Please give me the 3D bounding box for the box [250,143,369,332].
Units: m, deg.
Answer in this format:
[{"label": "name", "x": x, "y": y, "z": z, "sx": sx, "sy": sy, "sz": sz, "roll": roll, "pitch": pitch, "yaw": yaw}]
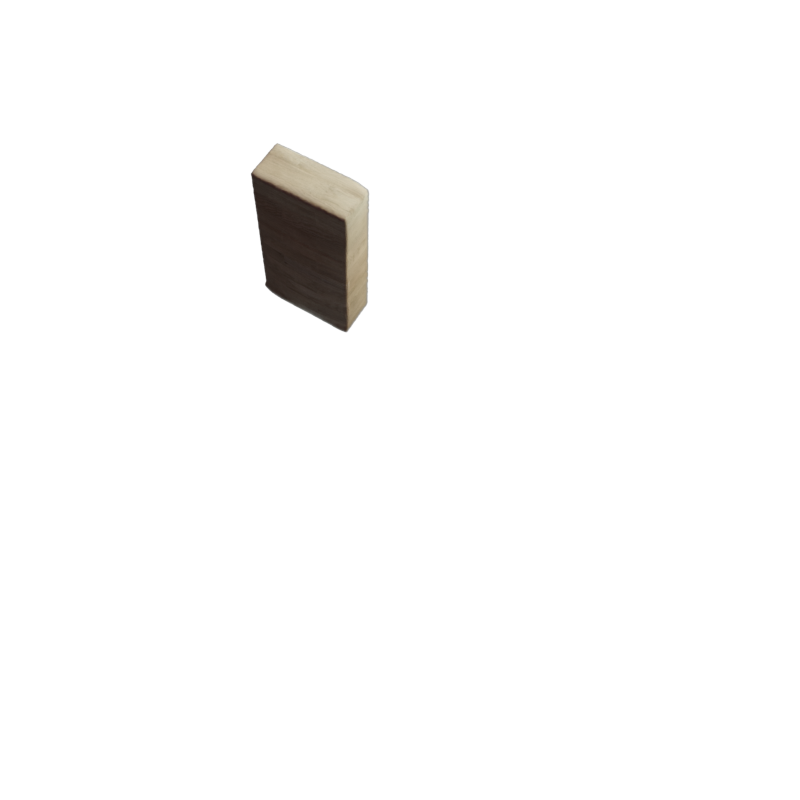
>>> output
[{"label": "box", "x": -0.074, "y": -0.137, "z": 0.955, "sx": 0.097, "sy": 0.049, "sz": 0.165, "roll": 30, "pitch": -28, "yaw": 14}]
